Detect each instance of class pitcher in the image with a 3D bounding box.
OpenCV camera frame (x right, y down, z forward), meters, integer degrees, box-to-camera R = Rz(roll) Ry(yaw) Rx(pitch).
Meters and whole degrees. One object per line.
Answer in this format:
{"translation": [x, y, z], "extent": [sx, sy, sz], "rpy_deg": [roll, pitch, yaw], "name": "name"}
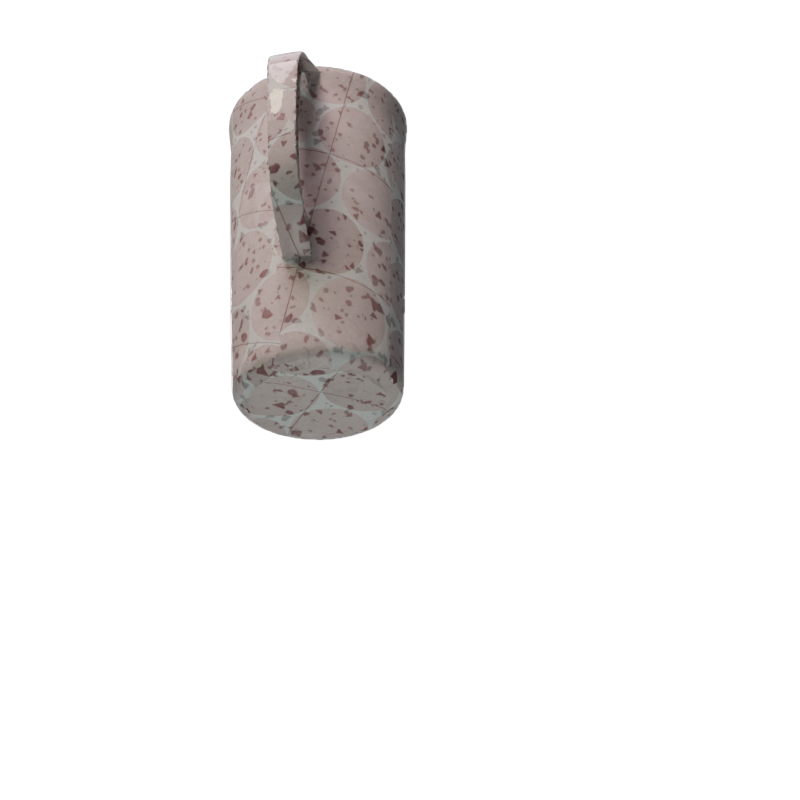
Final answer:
{"translation": [-0.059, -0.107, 0.753], "extent": [0.142, 0.260, 0.142], "rpy_deg": [21, -41, -29], "name": "pitcher"}
